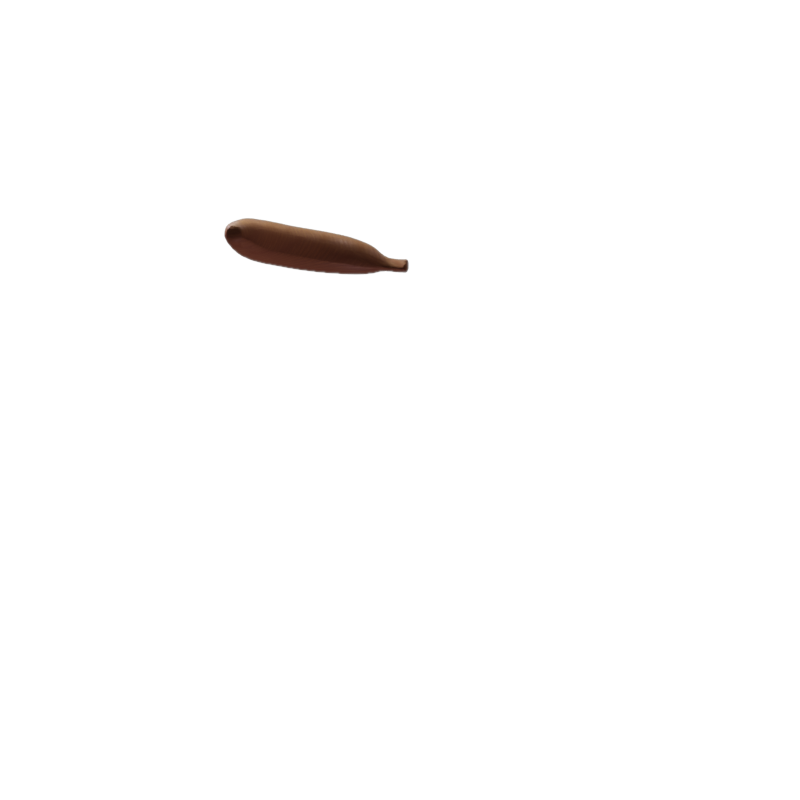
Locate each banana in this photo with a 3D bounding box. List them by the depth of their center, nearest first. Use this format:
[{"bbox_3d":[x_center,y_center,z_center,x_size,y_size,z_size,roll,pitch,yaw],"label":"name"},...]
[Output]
[{"bbox_3d":[-0.085,-0.136,0.973,0.189,0.037,0.071,3,-6,-40],"label":"banana"}]
